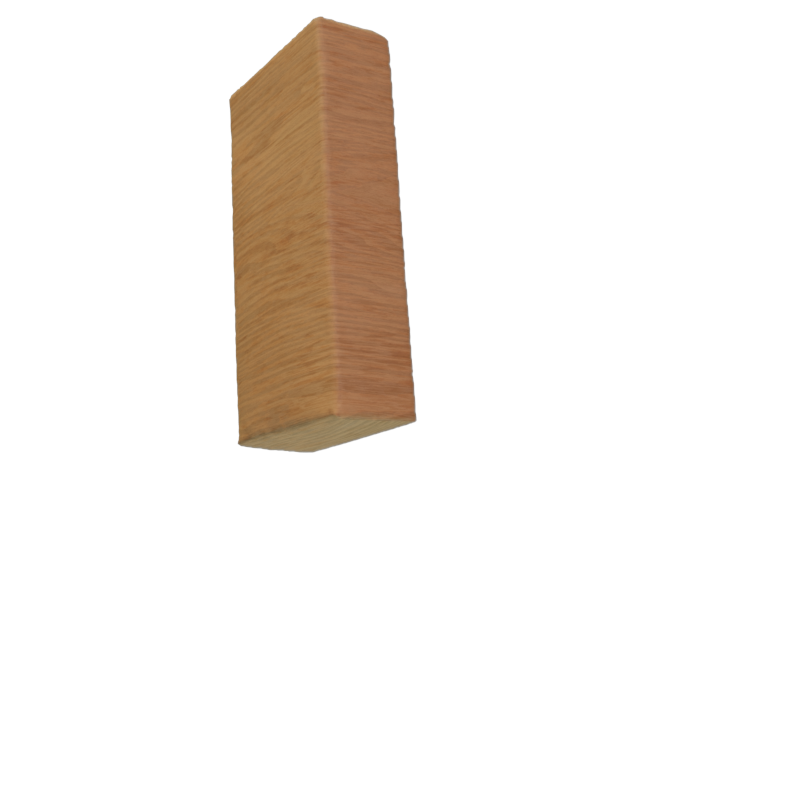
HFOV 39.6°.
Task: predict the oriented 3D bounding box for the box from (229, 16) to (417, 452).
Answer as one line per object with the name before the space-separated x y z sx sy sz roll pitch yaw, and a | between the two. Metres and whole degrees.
box | -0.039 -0.071 0.498 0.046 0.184 0.093 10 -20 -31
